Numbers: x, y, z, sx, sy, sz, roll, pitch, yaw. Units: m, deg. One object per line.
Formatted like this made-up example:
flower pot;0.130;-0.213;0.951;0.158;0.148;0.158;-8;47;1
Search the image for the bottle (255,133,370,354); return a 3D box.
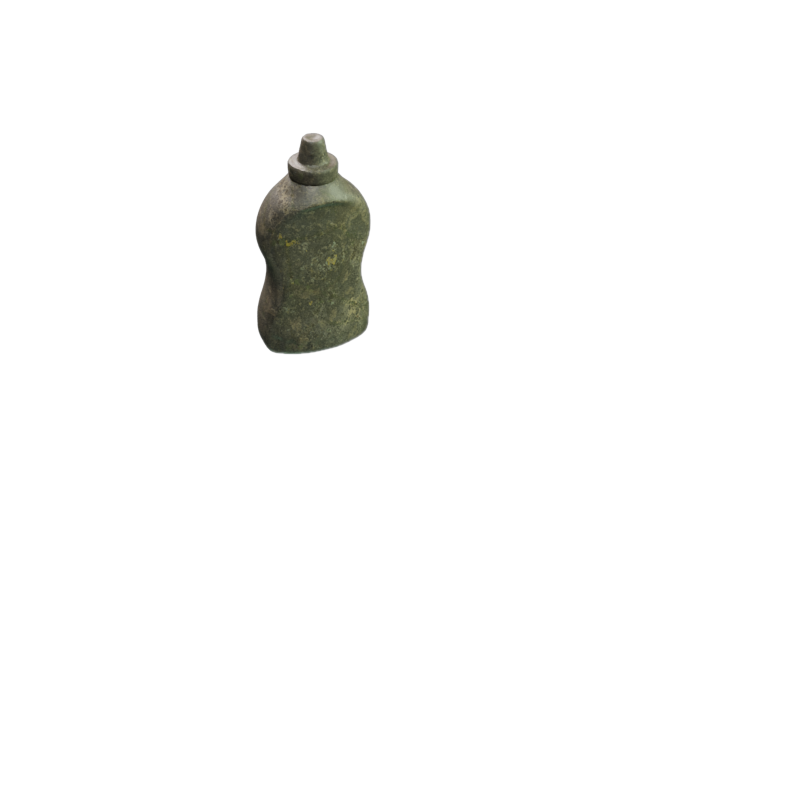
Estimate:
bottle;-0.073;-0.132;0.924;0.095;0.180;0.063;-11;36;-18
